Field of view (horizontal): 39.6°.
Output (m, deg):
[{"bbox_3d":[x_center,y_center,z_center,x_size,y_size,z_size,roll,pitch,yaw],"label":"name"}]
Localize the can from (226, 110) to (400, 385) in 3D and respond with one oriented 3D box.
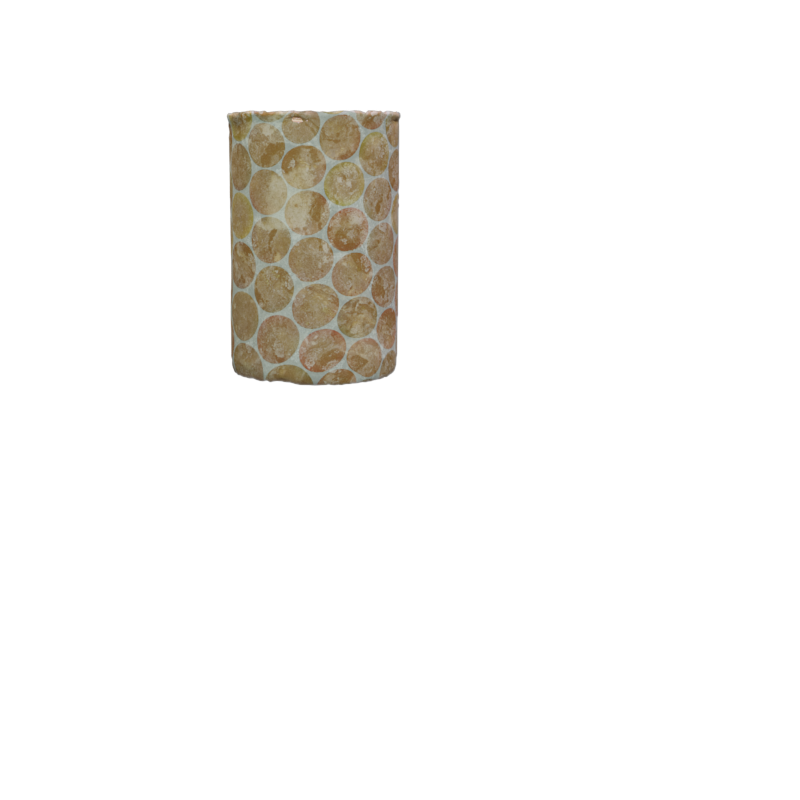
[{"bbox_3d":[-0.034,-0.062,0.437,0.068,0.101,0.070,0,7,-2],"label":"can"}]
